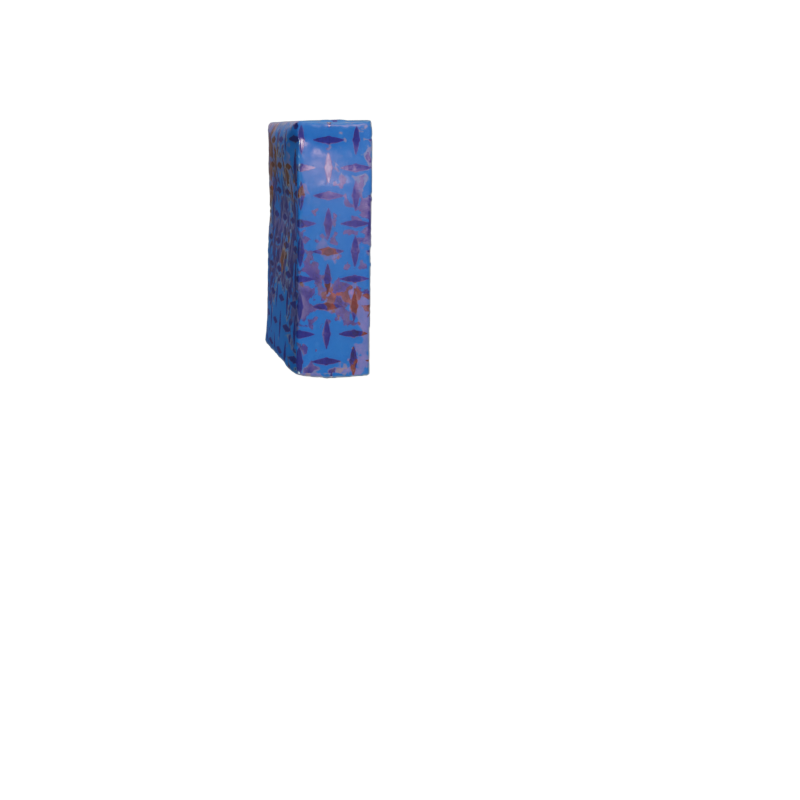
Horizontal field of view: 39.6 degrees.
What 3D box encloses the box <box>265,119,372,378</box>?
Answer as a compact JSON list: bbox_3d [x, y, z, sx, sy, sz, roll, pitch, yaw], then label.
[{"bbox_3d":[-0.077,-0.140,0.980,0.071,0.210,0.170,-1,9,-15],"label":"box"}]
